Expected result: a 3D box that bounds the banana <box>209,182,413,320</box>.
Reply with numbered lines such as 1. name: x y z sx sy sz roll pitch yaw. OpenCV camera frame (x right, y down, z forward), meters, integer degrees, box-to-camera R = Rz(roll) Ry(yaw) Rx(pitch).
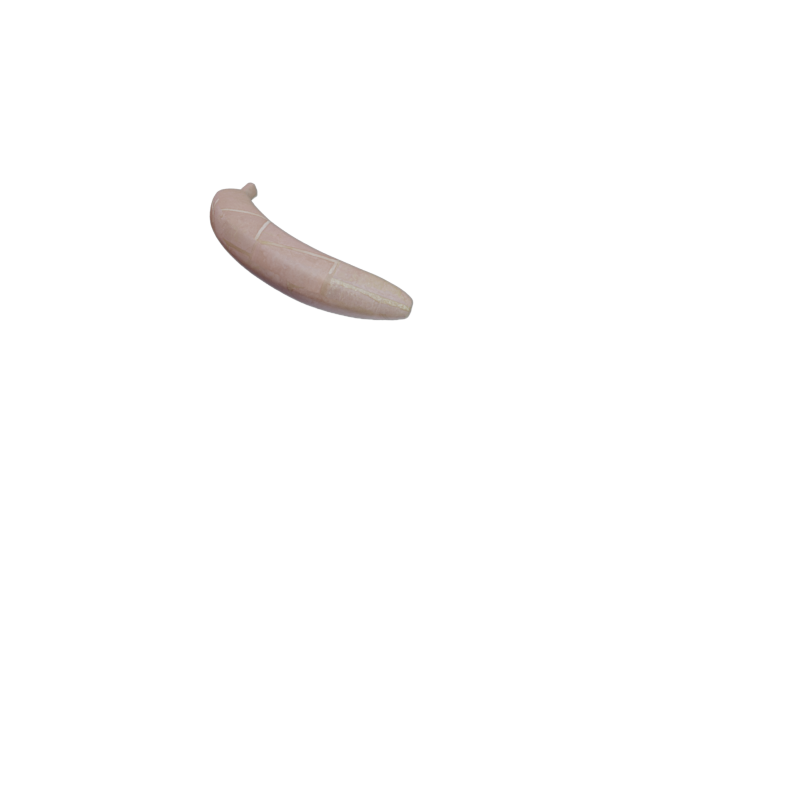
1. banana: -0.077 -0.104 0.762 0.069 0.034 0.213 -25 46 -28
